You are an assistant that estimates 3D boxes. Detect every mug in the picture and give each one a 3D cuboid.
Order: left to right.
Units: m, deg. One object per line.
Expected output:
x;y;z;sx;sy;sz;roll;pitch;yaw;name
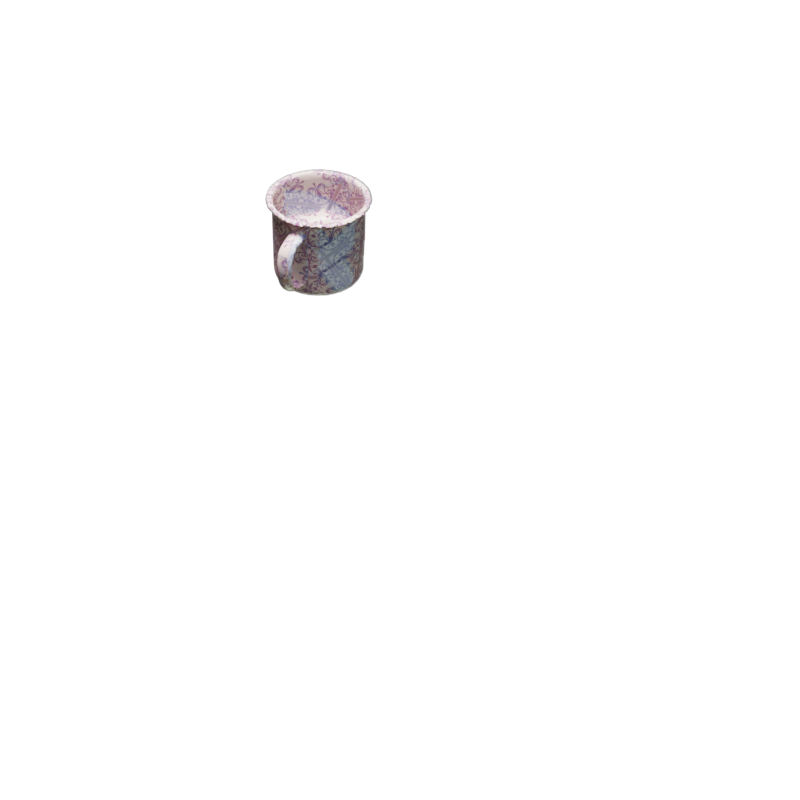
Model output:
-0.076;-0.139;0.977;0.096;0.076;0.122;14;41;15;mug
